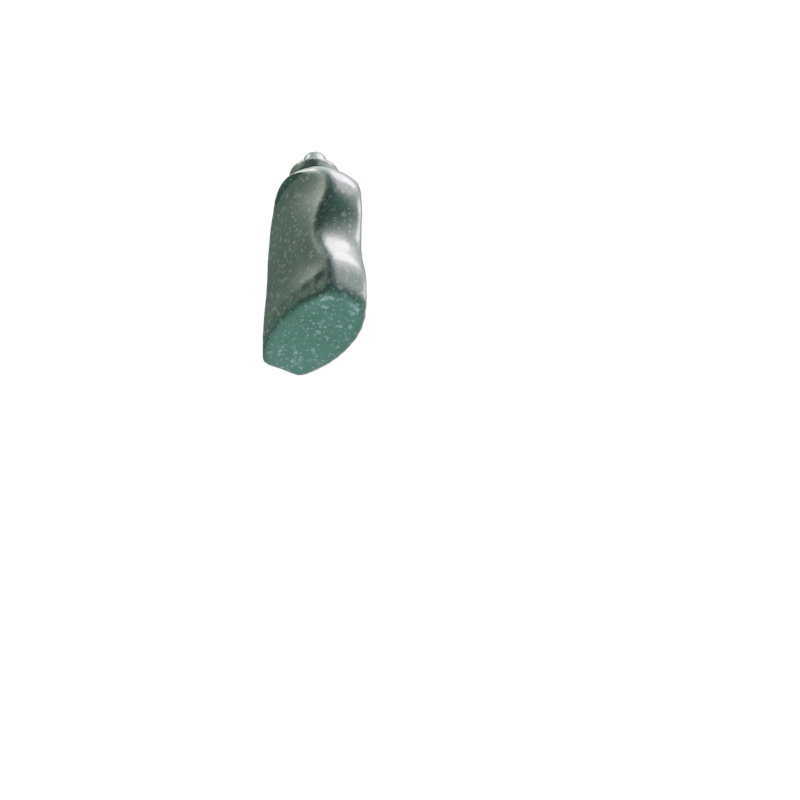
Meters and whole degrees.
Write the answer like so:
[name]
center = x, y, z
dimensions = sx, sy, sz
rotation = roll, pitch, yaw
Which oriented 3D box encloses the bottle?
[bottle]
center = -0.065, -0.120, 0.838
dimensions = 0.056, 0.206, 0.093
rotation = 20, -46, -25
